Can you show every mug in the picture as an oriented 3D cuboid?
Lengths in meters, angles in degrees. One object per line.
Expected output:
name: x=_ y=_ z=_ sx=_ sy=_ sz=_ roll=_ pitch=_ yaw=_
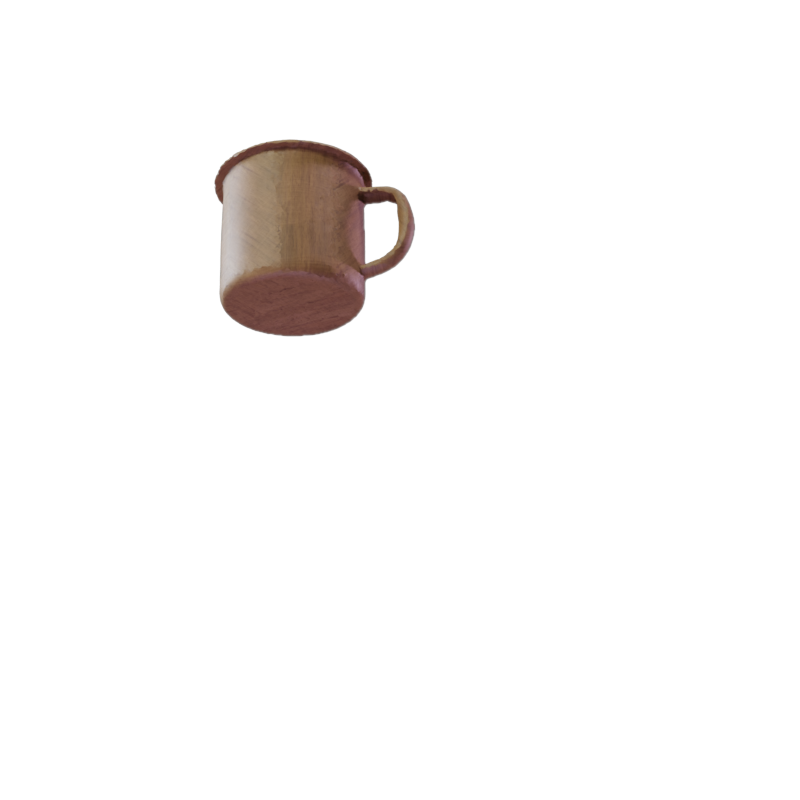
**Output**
mug: x=-0.049 y=-0.090 z=0.629 sx=0.118 sy=0.087 sz=0.087 roll=-6 pitch=-27 yaw=11
